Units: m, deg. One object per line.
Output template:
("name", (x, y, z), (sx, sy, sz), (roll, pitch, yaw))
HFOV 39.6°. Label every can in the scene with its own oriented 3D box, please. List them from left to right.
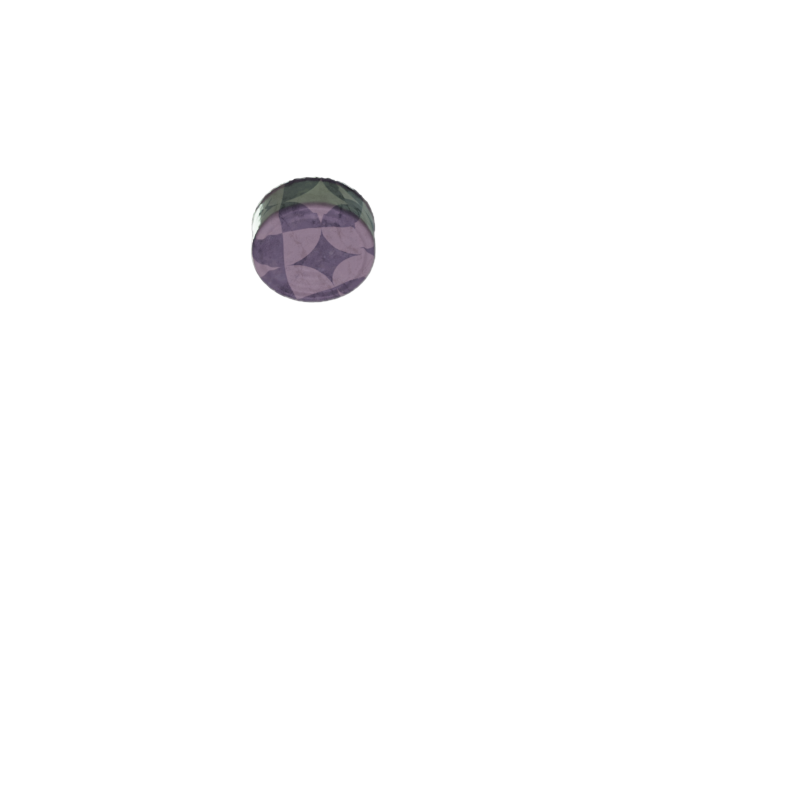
("can", (-0.059, -0.108, 0.756), (0.086, 0.080, 0.036), (1, 41, -1))
